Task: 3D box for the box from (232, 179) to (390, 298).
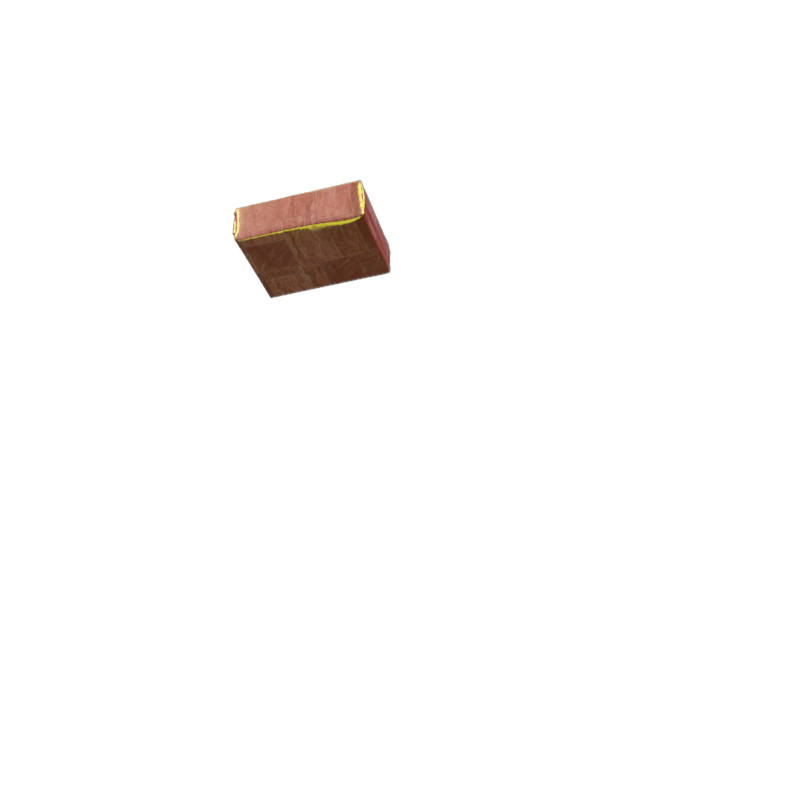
[{"bbox_3d":[-0.073,-0.133,0.931,0.115,0.042,0.083,-9,-33,13],"label":"box"}]
